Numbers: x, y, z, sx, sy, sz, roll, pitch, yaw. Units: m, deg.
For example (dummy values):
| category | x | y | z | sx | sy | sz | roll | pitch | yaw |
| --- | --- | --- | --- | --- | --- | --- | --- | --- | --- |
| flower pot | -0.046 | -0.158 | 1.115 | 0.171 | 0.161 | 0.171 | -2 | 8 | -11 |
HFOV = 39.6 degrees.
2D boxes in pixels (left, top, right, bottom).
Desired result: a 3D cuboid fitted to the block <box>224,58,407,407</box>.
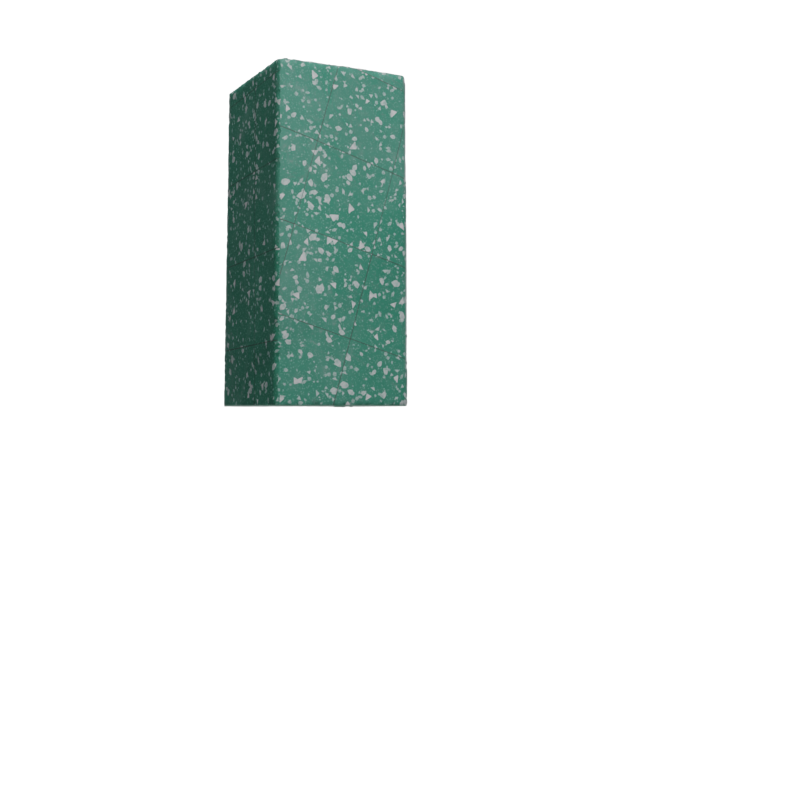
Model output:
| category | x | y | z | sx | sy | sz | roll | pitch | yaw |
| --- | --- | --- | --- | --- | --- | --- | --- | --- | --- |
| block | -0.054 | -0.100 | 0.702 | 0.087 | 0.210 | 0.092 | 3 | -8 | -27 |
